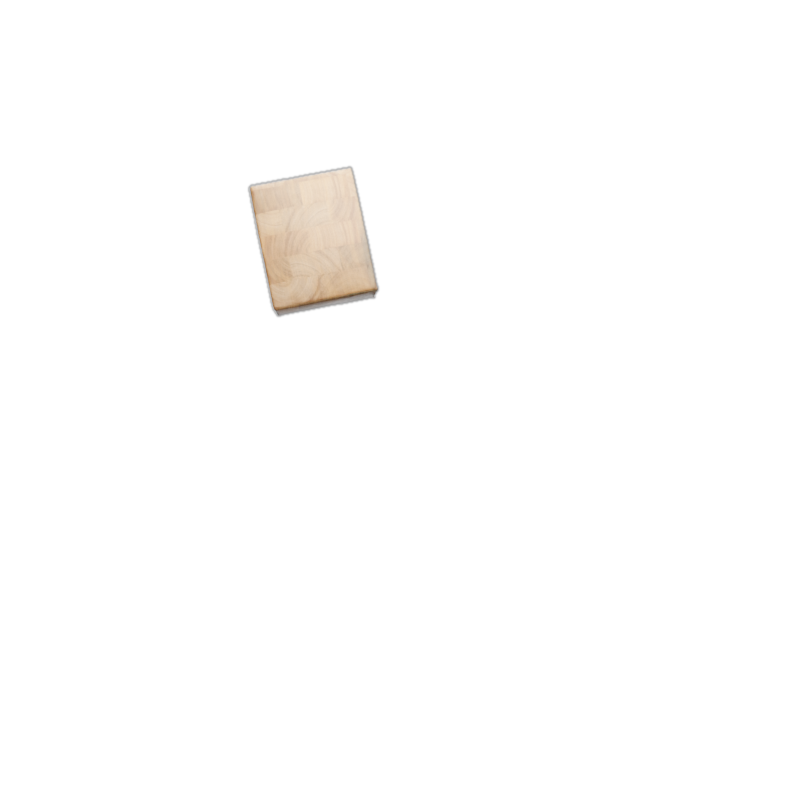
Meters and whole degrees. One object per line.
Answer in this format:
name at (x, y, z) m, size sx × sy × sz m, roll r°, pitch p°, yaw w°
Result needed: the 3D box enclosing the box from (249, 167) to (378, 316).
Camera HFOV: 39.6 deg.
box at (-0.074, -0.134, 0.941) m, size 0.089 × 0.117 × 0.038 m, roll -12°, pitch -12°, yaw -3°
